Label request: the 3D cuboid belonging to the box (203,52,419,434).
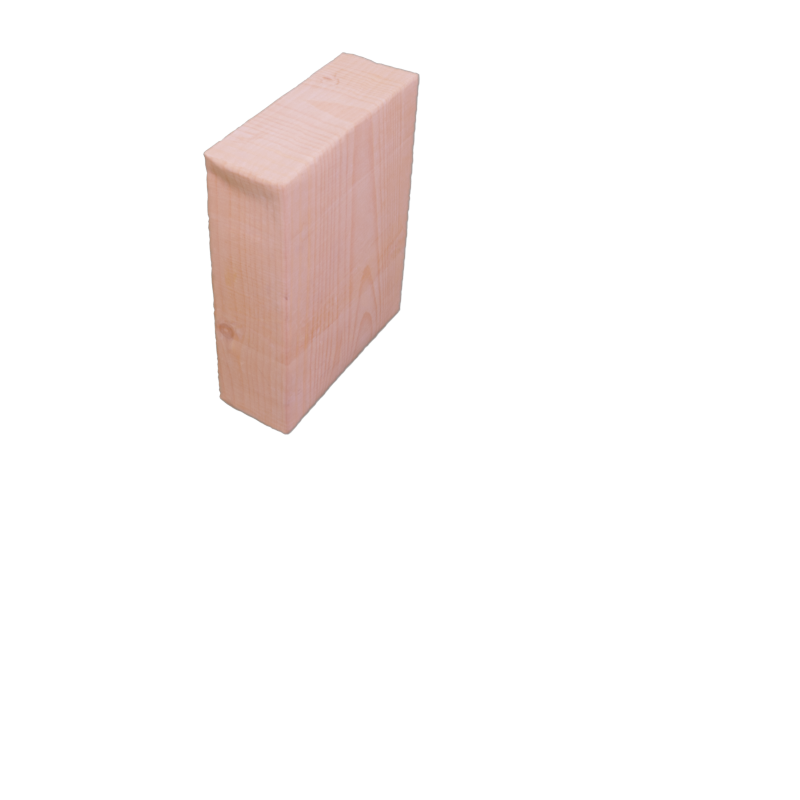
[{"bbox_3d":[-0.060,-0.110,0.772,0.075,0.199,0.168,22,44,21],"label":"box"}]
